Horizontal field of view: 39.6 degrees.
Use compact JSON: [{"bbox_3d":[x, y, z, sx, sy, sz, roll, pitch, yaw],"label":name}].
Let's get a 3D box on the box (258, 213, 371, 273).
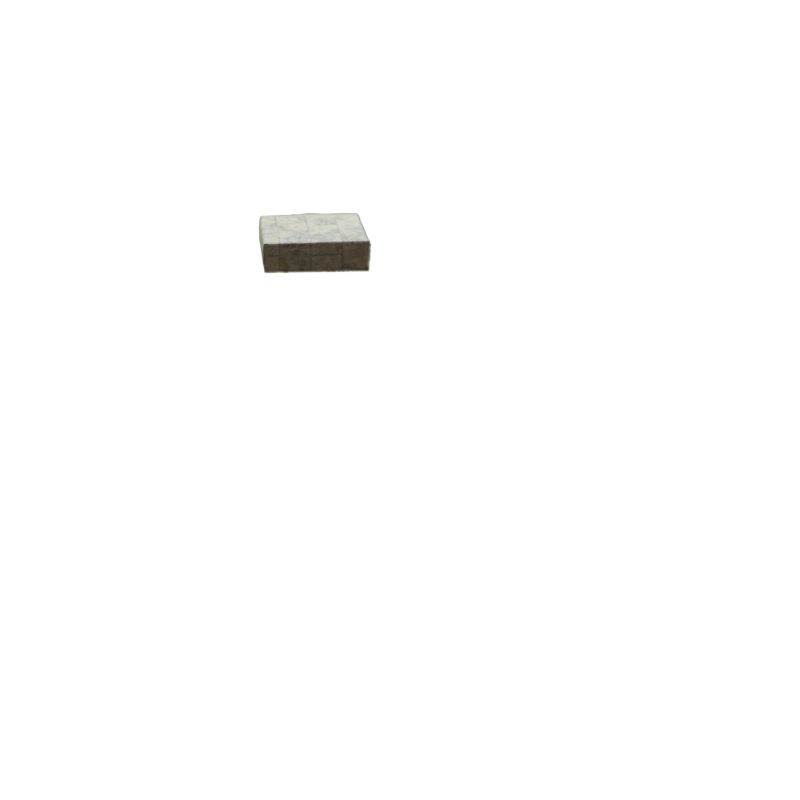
[{"bbox_3d":[-0.073,-0.133,0.933,0.089,0.029,0.077,-3,26,-6],"label":"box"}]
